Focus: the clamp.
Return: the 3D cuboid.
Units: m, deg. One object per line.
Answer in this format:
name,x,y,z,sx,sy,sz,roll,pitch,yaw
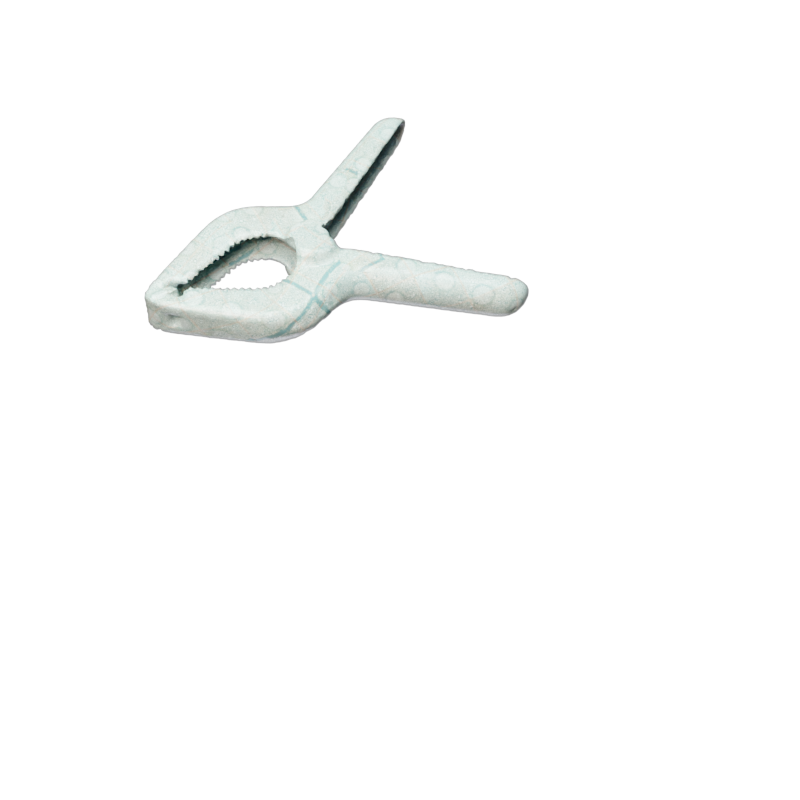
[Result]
clamp,-0.052,-0.094,0.658,0.208,0.178,0.034,-15,-37,-12
